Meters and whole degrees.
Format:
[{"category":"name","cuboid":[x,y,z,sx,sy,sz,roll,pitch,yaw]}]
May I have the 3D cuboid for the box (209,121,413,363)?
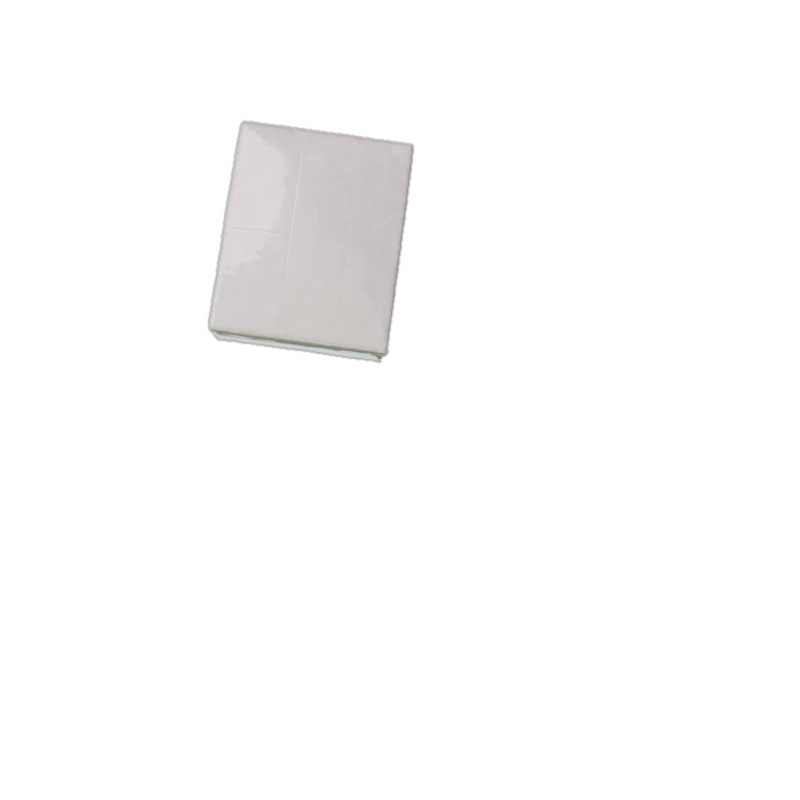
[{"category":"box","cuboid":[-0.045,-0.081,0.570,0.090,0.117,0.038,7,-11,1]}]
